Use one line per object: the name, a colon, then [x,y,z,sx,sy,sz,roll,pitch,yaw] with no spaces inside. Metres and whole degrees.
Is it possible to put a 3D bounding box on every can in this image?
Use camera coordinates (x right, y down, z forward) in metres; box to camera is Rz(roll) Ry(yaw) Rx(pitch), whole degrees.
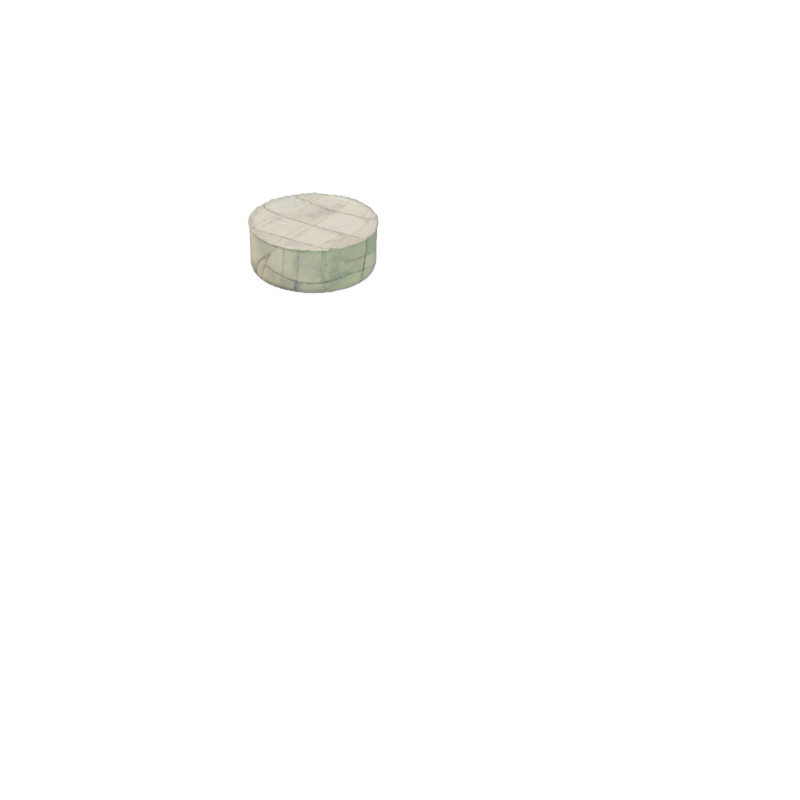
can: [-0.058,-0.105,0.736,0.086,0.032,0.091,-1,32,-2]
